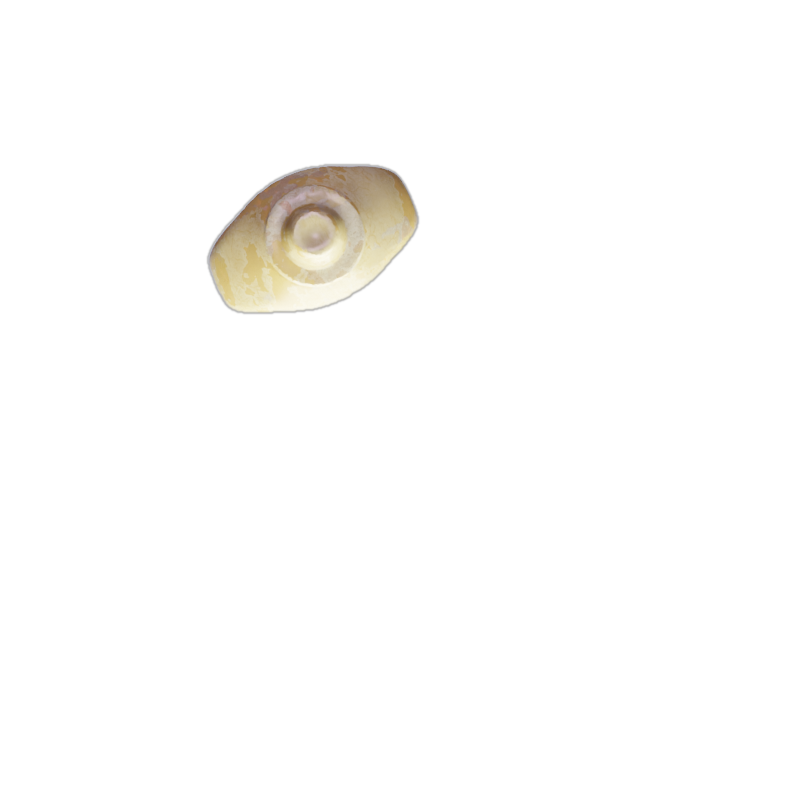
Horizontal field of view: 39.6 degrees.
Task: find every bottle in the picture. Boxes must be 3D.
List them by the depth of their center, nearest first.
[{"bbox_3d":[-0.040,-0.073,0.515,0.096,0.058,0.193,-23,6,-2],"label":"bottle"}]
